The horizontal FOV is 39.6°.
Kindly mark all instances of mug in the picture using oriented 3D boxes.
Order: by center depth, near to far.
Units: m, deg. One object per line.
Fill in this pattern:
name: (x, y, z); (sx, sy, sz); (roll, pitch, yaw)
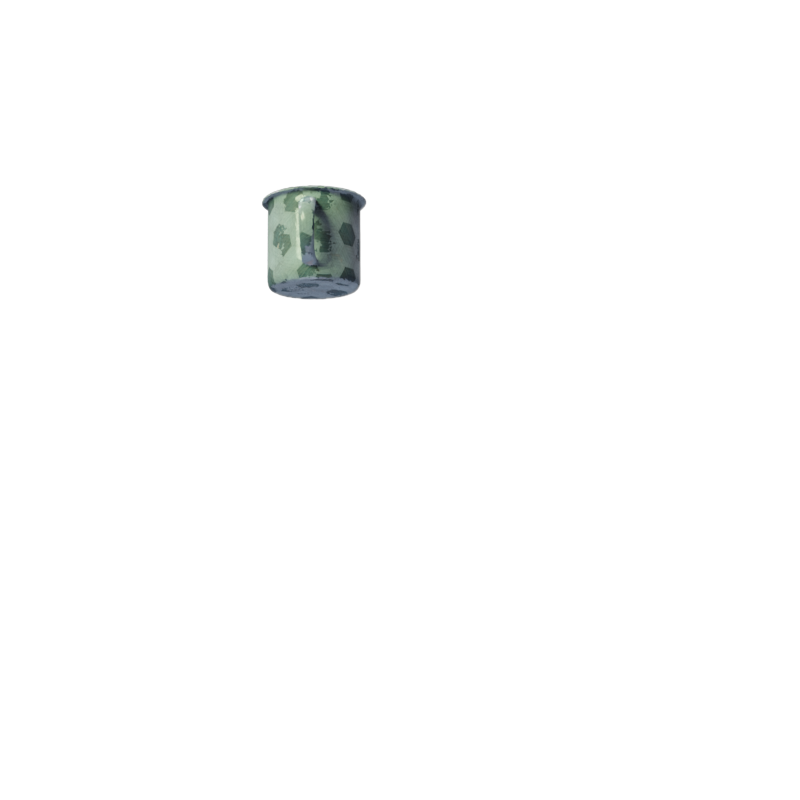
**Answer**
mug: (-0.076, -0.138, 0.966); (0.093, 0.084, 0.113); (0, -11, 0)
